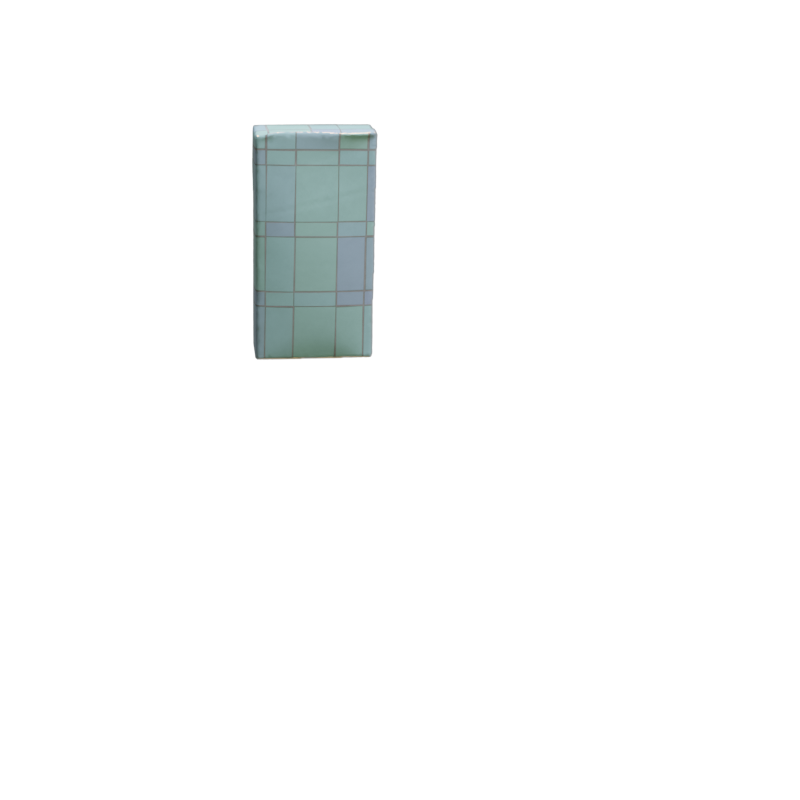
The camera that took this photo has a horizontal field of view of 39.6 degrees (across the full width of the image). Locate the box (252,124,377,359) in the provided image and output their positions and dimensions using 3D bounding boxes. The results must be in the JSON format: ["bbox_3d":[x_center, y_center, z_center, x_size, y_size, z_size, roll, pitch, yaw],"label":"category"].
[{"bbox_3d":[-0.066,-0.121,0.846,0.093,0.169,0.050,-1,18,-7],"label":"box"}]
